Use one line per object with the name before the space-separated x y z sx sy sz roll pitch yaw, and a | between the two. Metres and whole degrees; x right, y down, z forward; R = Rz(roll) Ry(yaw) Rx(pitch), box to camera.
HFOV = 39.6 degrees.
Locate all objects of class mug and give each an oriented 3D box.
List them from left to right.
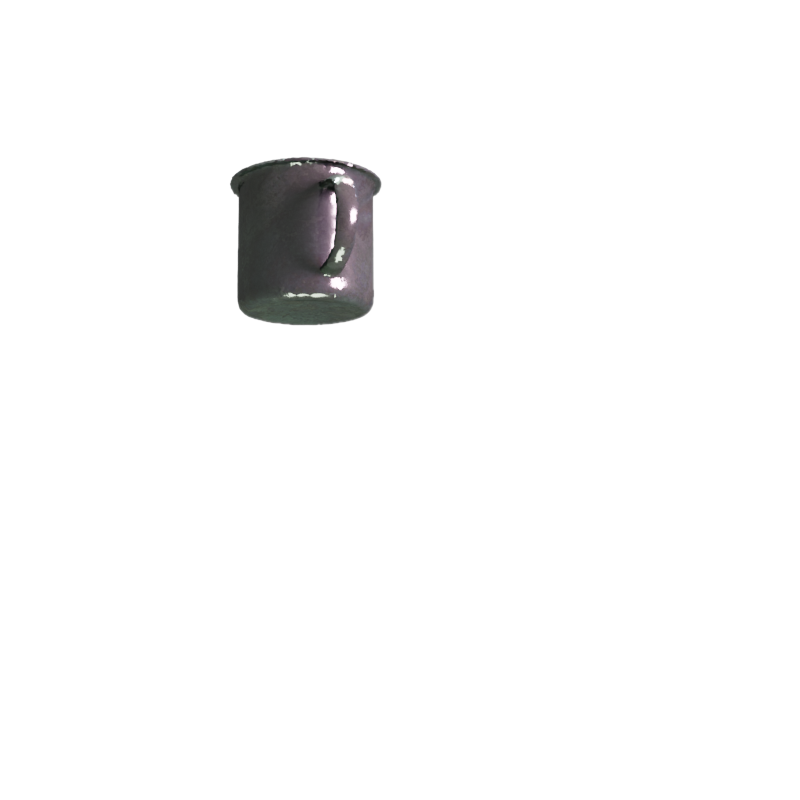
mug | -0.052 -0.094 0.659 0.090 0.084 0.117 5 -13 -25
